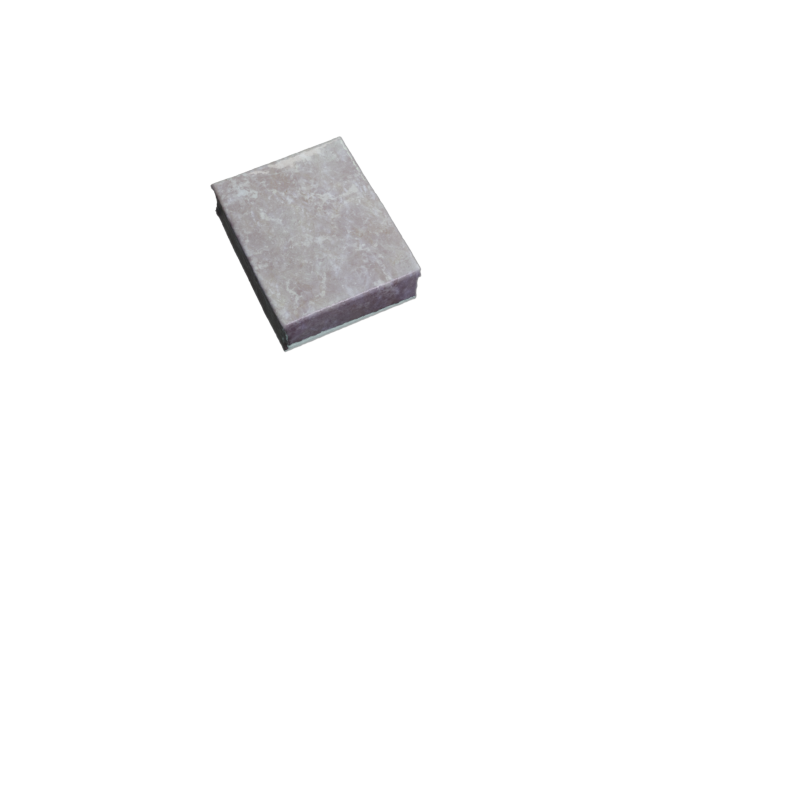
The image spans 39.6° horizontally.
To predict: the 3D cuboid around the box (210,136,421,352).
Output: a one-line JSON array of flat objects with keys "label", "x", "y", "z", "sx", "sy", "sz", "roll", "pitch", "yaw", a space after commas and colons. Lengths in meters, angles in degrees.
[{"label": "box", "x": -0.053, "y": -0.096, "z": 0.674, "sx": 0.089, "sy": 0.122, "sz": 0.036, "roll": -23, "pitch": -29, "yaw": -14}]
